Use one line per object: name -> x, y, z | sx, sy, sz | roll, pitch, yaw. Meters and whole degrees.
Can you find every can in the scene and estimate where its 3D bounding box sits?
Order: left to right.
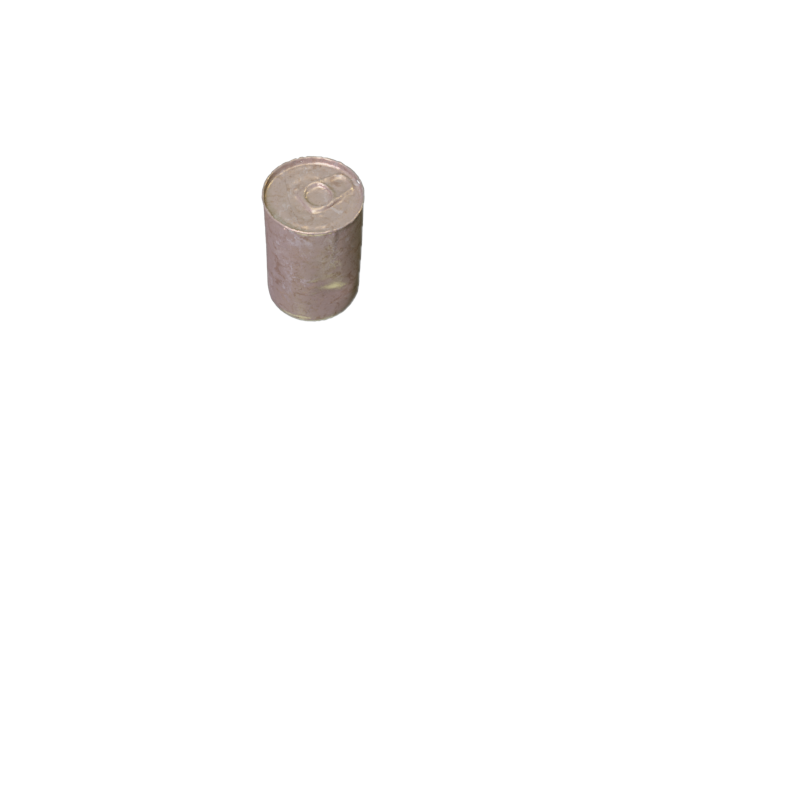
can -> -0.060, -0.109, 0.767 | 0.068, 0.073, 0.096 | 0, -34, -3
